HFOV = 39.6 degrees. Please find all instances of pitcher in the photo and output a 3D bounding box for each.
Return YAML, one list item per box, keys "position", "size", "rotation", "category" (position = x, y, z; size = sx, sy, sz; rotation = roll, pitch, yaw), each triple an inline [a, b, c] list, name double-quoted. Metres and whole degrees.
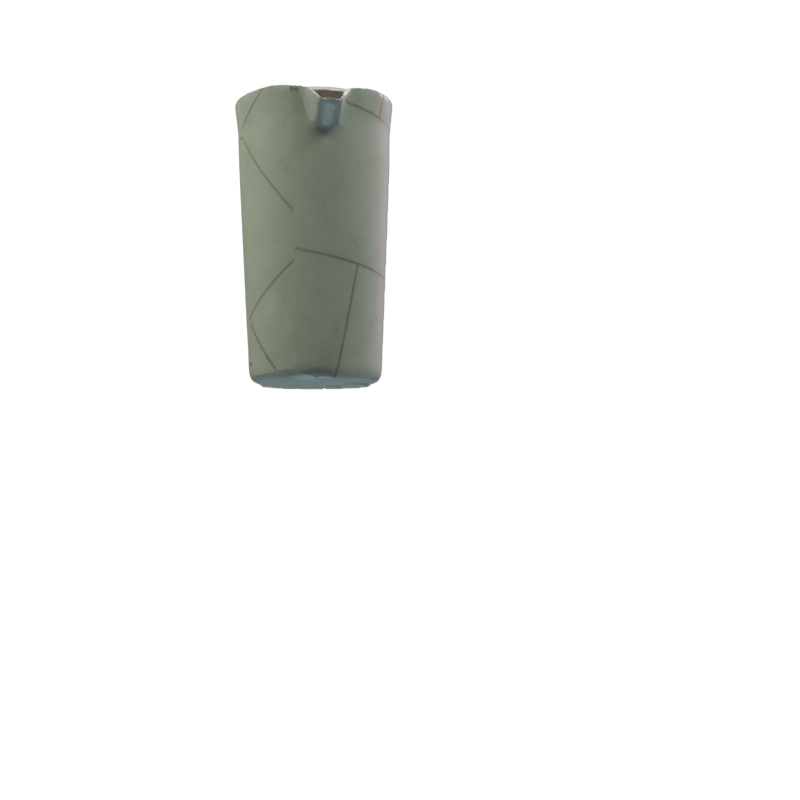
- position: [-0.073, -0.133, 0.930]
  size: [0.149, 0.249, 0.142]
  rotation: [-6, -10, 32]
  category: "pitcher"
